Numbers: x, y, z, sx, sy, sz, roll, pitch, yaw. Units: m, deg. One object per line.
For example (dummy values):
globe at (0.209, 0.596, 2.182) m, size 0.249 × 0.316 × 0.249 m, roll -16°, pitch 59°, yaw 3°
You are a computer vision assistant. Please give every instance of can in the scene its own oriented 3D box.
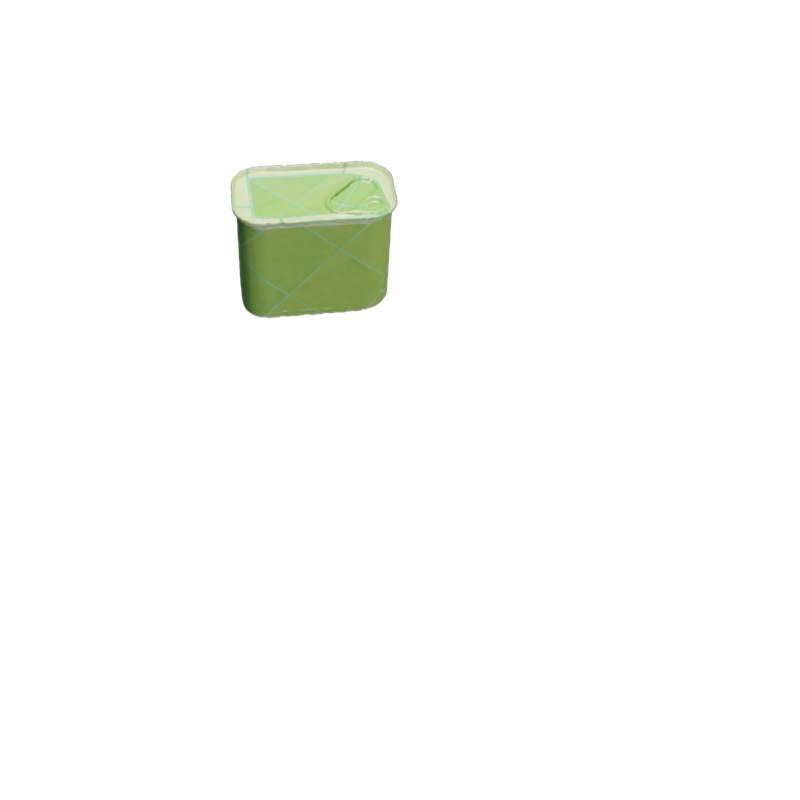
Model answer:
can at (-0.055, -0.101, 0.710) m, size 0.101 × 0.078 × 0.062 m, roll -4°, pitch 45°, yaw -6°
